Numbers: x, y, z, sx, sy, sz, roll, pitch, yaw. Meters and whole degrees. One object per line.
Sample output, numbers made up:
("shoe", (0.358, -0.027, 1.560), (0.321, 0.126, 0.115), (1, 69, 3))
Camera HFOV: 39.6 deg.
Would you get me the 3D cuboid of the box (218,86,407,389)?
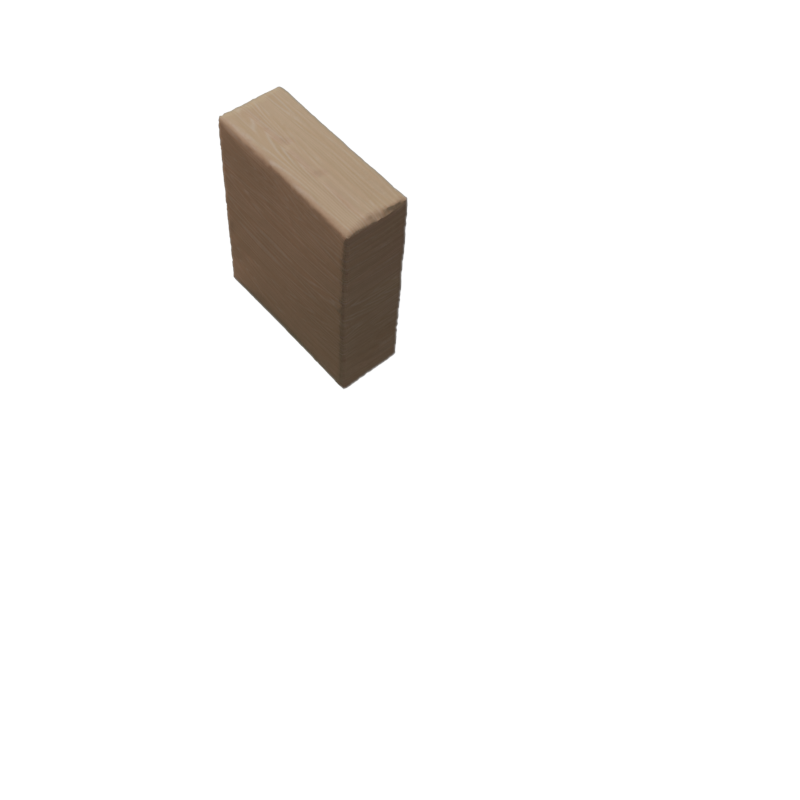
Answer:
("box", (-0.073, -0.134, 0.936), (0.072, 0.175, 0.200), (-33, -28, -23))
